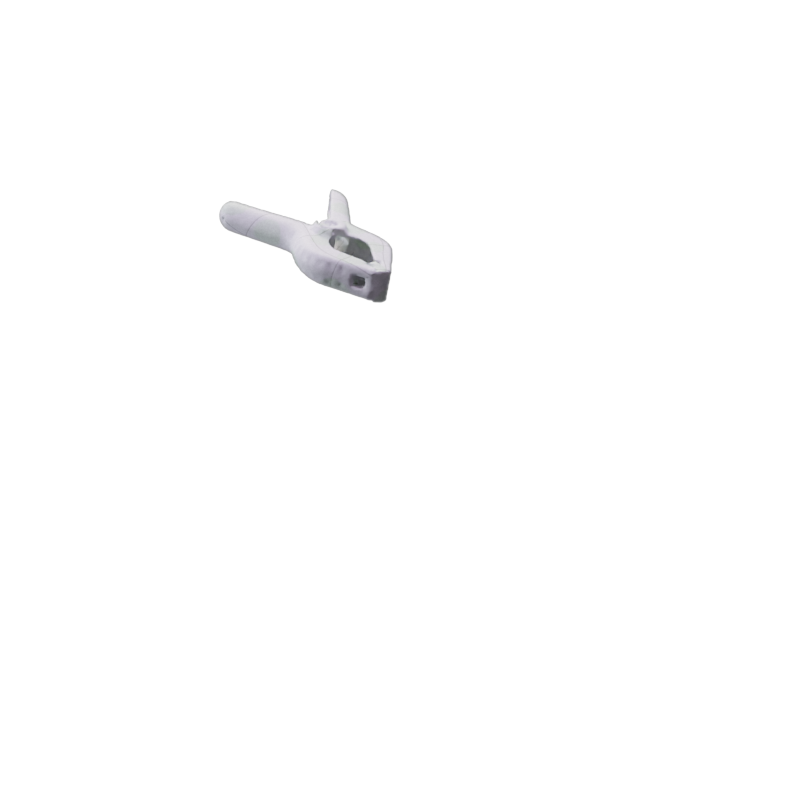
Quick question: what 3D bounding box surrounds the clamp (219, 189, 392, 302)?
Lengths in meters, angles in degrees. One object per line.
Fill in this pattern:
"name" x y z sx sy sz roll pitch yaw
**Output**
"clamp" -0.070 -0.128 0.894 0.118 0.037 0.184 -12 33 -21
